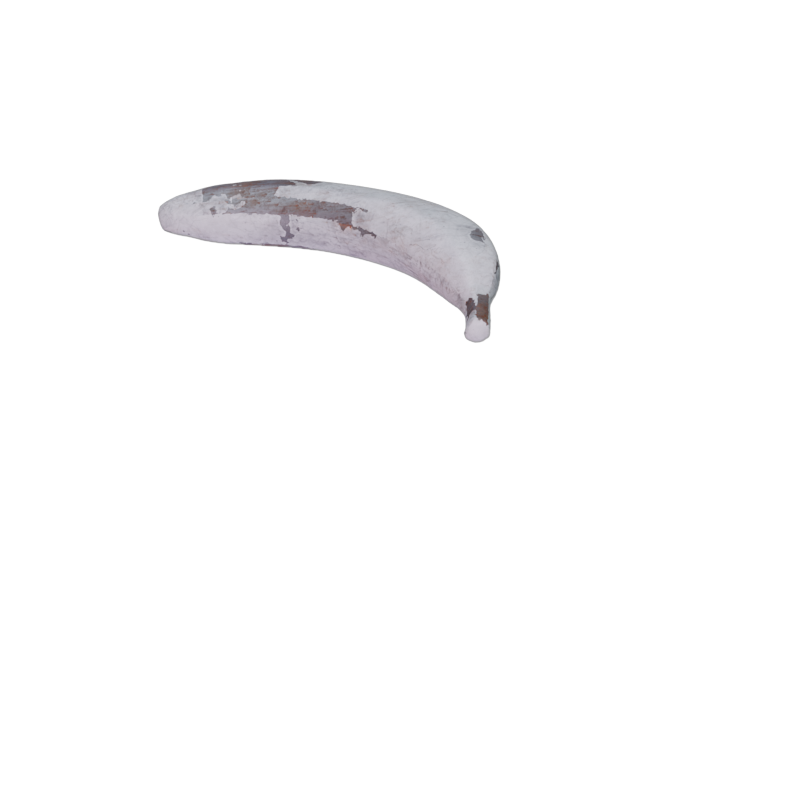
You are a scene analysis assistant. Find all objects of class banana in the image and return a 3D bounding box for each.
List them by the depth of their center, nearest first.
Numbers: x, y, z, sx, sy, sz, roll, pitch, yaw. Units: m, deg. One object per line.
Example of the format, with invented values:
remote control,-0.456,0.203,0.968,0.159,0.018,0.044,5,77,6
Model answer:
banana,-0.028,-0.081,0.538,0.209,0.035,0.069,20,33,33
